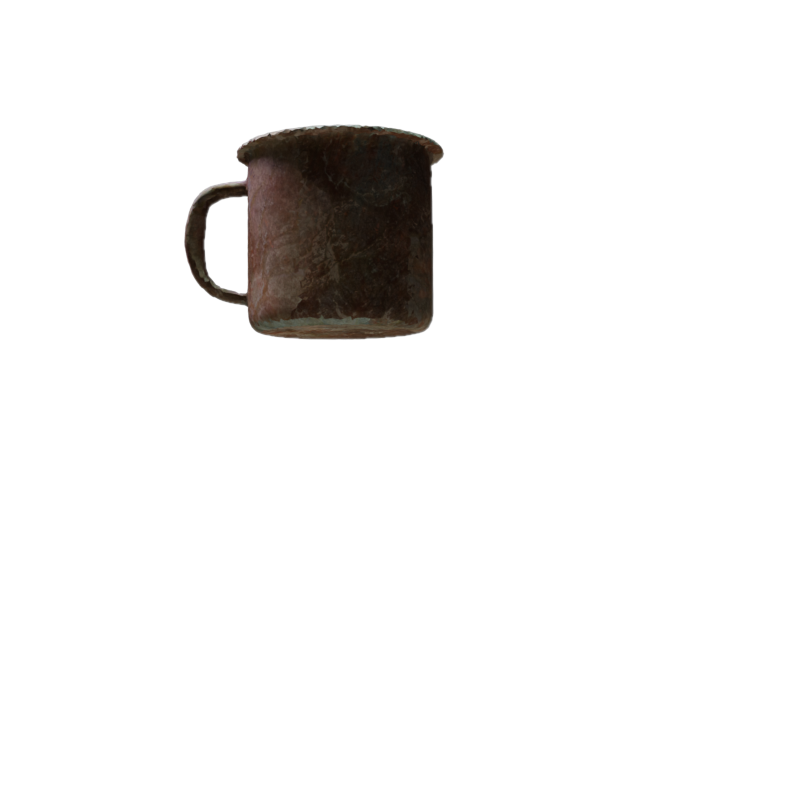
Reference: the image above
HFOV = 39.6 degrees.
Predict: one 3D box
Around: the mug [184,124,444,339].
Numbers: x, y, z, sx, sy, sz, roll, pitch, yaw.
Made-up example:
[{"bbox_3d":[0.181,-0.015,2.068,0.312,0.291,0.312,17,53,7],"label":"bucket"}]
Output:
[{"bbox_3d":[-0.039,-0.070,0.493,0.118,0.083,0.091,-1,-6,4],"label":"mug"}]
